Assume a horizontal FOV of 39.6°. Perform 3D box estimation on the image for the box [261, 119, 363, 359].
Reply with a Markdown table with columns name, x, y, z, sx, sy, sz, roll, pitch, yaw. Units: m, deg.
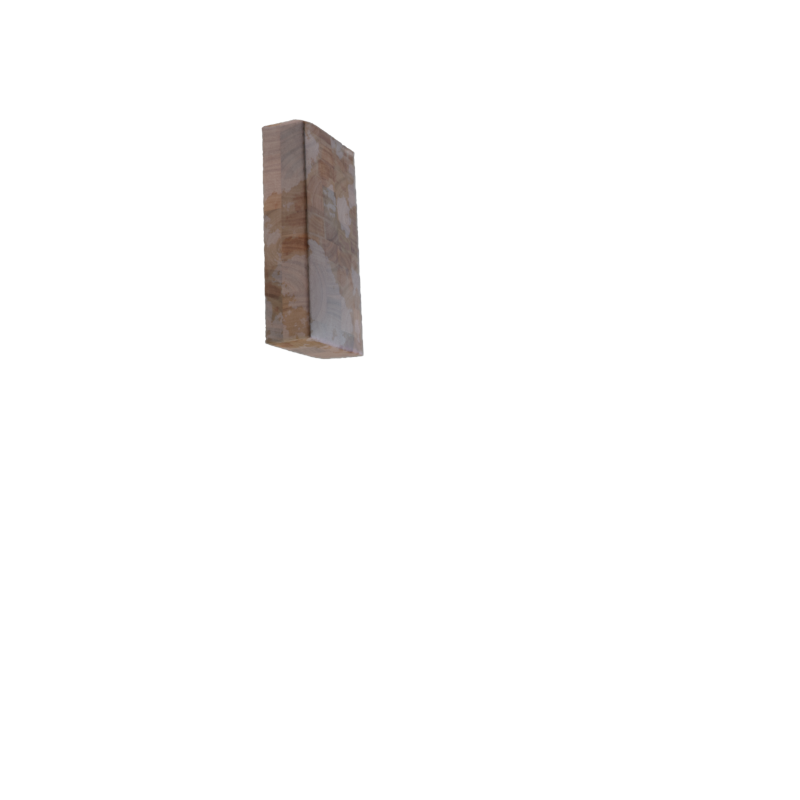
| name | x | y | z | sx | sy | sz | roll | pitch | yaw |
| --- | --- | --- | --- | --- | --- | --- | --- | --- | --- |
| box | -0.069 | -0.125 | 0.878 | 0.049 | 0.182 | 0.088 | -8 | -15 | 25 |
